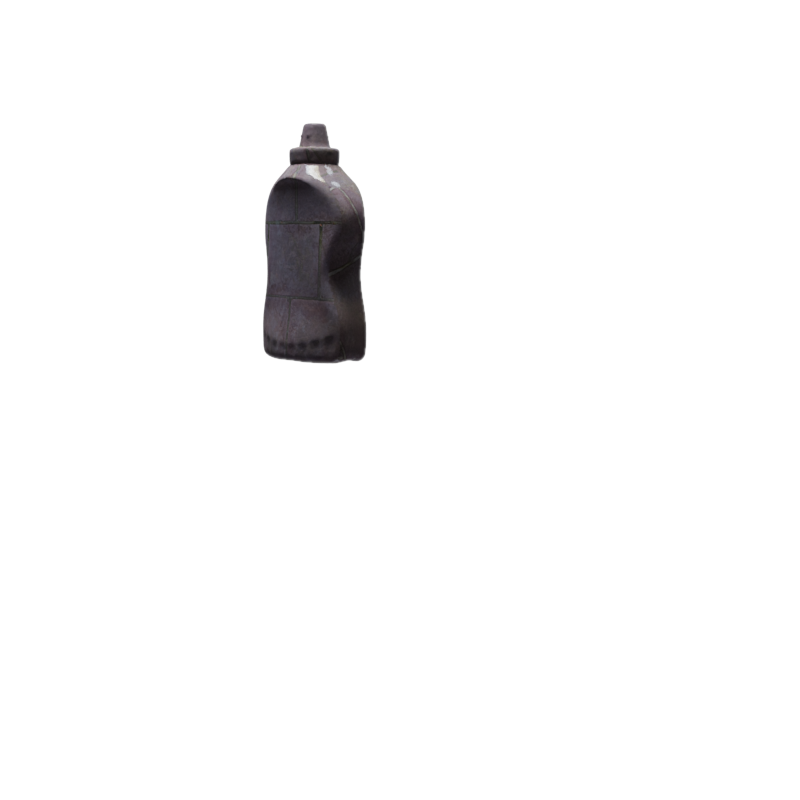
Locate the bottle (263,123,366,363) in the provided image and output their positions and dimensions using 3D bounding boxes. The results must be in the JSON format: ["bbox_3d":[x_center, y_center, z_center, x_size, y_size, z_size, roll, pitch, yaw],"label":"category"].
[{"bbox_3d":[-0.070,-0.129,0.904,0.056,0.191,0.100,-1,2,-43],"label":"bottle"}]
